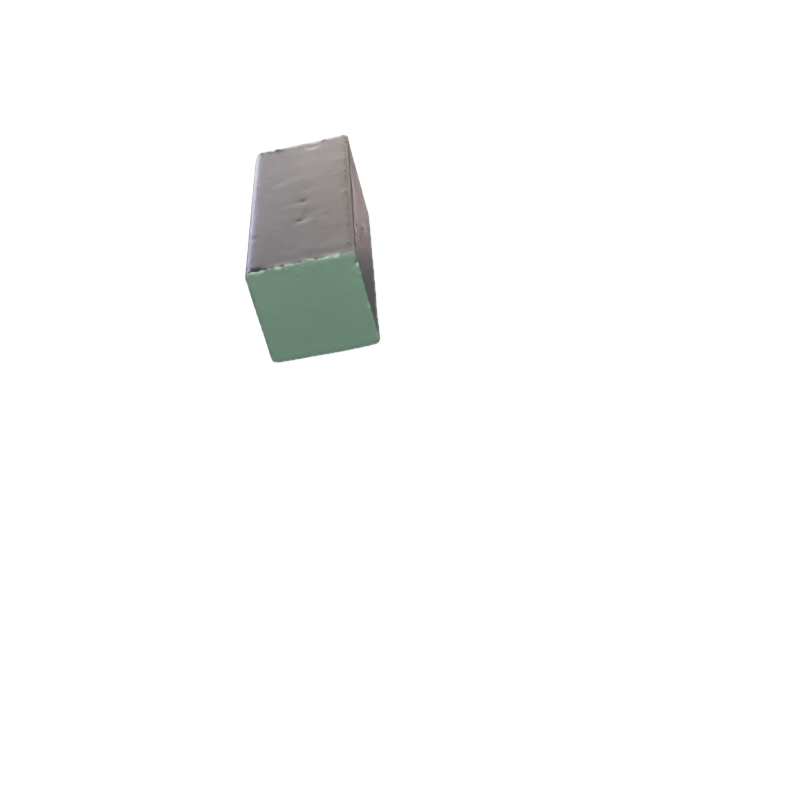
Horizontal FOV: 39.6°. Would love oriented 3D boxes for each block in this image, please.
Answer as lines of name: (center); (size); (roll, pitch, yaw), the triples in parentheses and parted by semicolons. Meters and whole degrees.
block: (-0.075, -0.135, 0.946); (0.090, 0.084, 0.220); (-12, 36, 5)
